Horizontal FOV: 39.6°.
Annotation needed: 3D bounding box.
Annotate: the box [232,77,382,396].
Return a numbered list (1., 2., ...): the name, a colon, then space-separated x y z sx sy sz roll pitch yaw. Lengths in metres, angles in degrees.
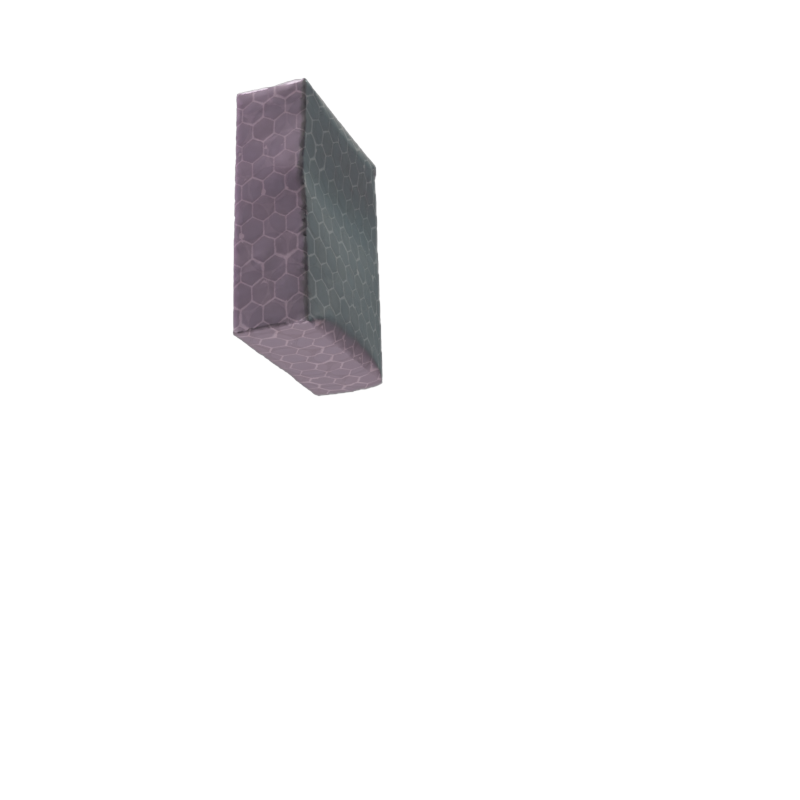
1. box: -0.071 -0.130 0.912 0.073 0.226 0.153 -10 -24 19
